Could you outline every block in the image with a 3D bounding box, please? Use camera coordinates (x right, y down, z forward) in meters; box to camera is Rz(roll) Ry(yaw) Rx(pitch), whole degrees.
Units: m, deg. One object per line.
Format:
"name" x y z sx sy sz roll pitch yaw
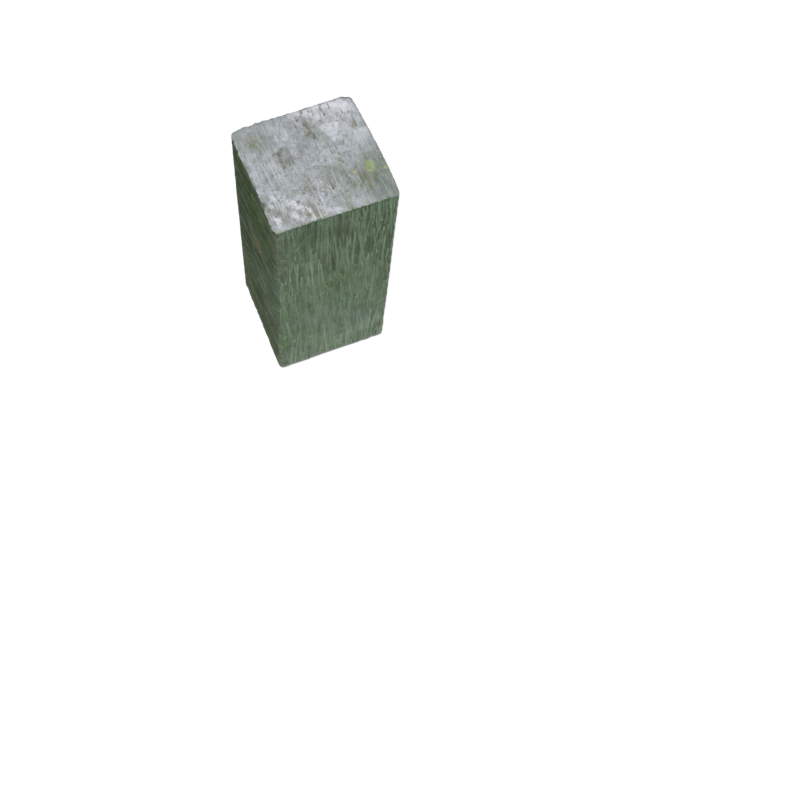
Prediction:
"block" -0.064 -0.118 0.820 0.090 0.096 0.195 -20 -22 -12
